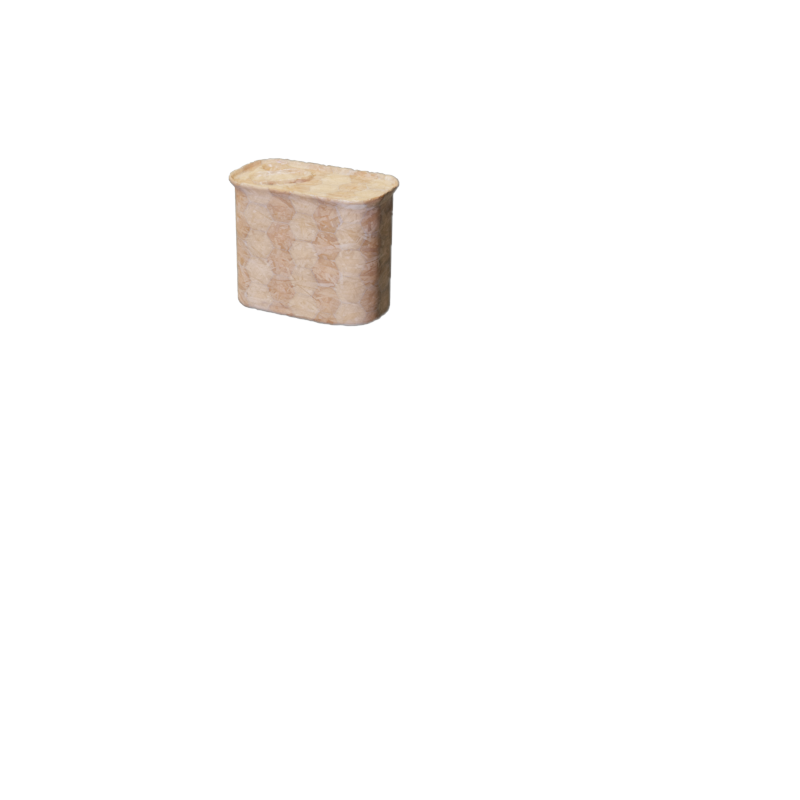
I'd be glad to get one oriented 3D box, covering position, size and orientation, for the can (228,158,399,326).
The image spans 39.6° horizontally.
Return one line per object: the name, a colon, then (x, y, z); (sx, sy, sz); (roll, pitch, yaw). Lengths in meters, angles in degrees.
can: (-0.054, -0.098, 0.685); (0.106, 0.080, 0.058); (13, 27, 23)
